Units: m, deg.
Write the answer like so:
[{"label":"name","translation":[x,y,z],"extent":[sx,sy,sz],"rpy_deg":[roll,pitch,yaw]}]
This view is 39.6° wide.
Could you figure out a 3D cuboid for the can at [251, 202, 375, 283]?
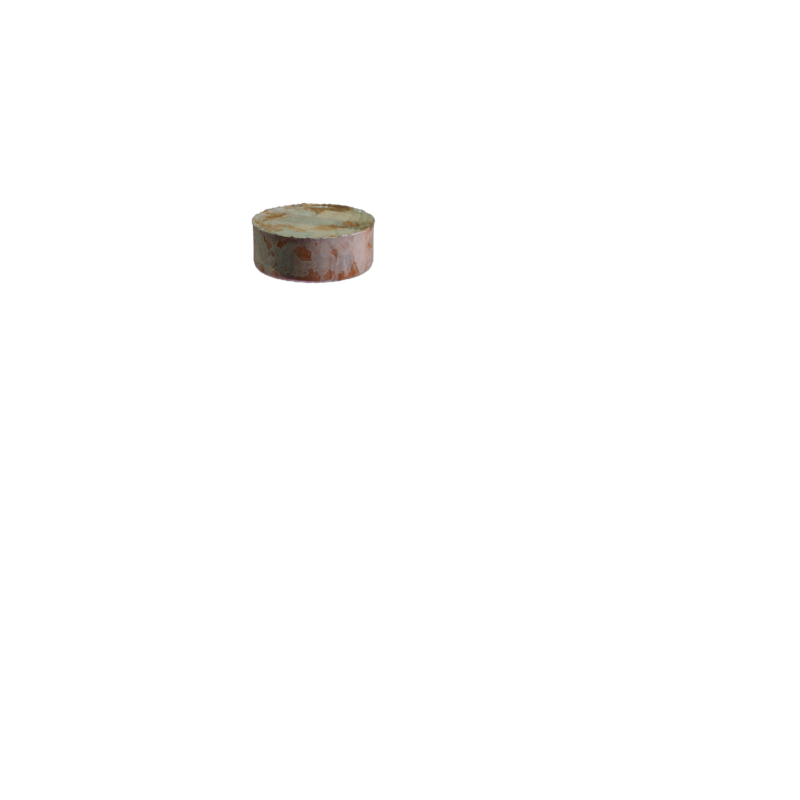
[{"label":"can","translation":[-0.061,-0.111,0.775],"extent":[0.086,0.032,0.090],"rpy_deg":[-1,24,-2]}]
